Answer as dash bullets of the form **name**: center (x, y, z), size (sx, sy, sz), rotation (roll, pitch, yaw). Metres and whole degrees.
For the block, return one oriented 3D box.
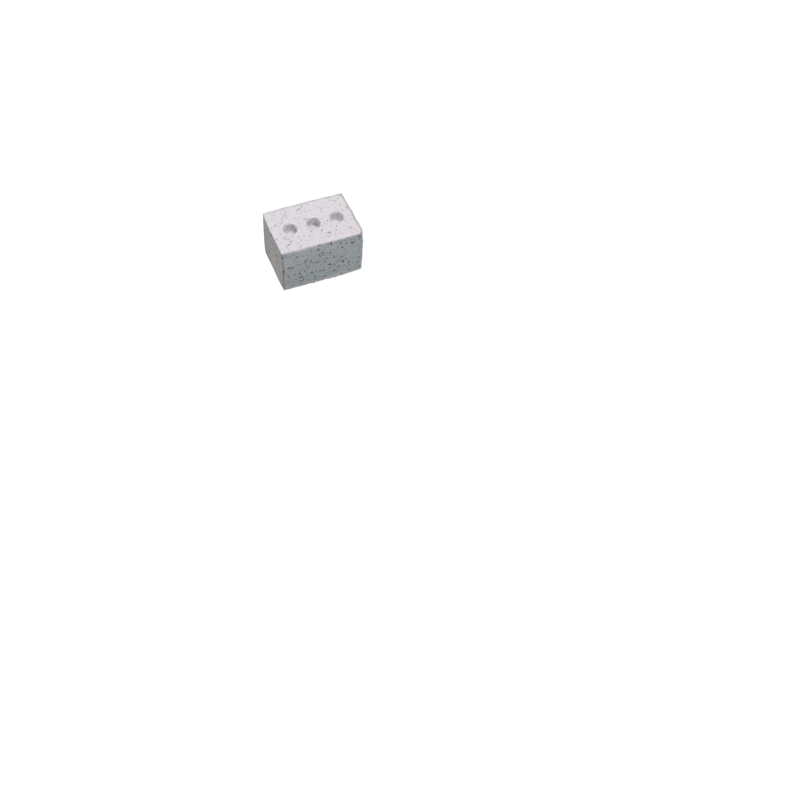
- **block**: center (-0.077, -0.141, 0.988), size (0.077, 0.057, 0.048), rotation (-17, -36, -15)
